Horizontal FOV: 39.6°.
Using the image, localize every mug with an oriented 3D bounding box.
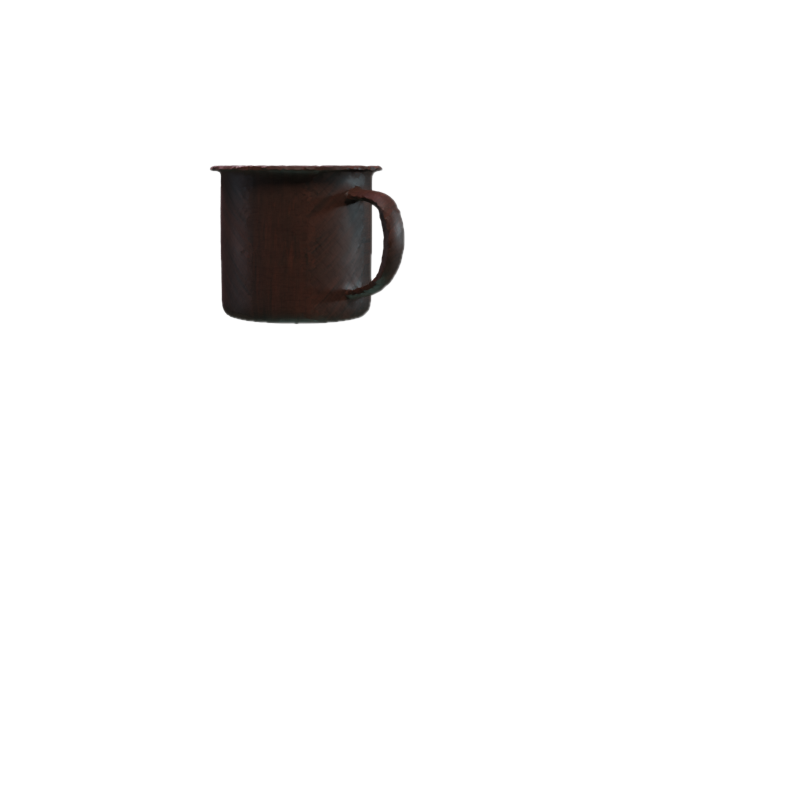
[{"bbox_3d":[-0.047,-0.085,0.594,0.122,0.080,0.091,7,10,37],"label":"mug"}]
